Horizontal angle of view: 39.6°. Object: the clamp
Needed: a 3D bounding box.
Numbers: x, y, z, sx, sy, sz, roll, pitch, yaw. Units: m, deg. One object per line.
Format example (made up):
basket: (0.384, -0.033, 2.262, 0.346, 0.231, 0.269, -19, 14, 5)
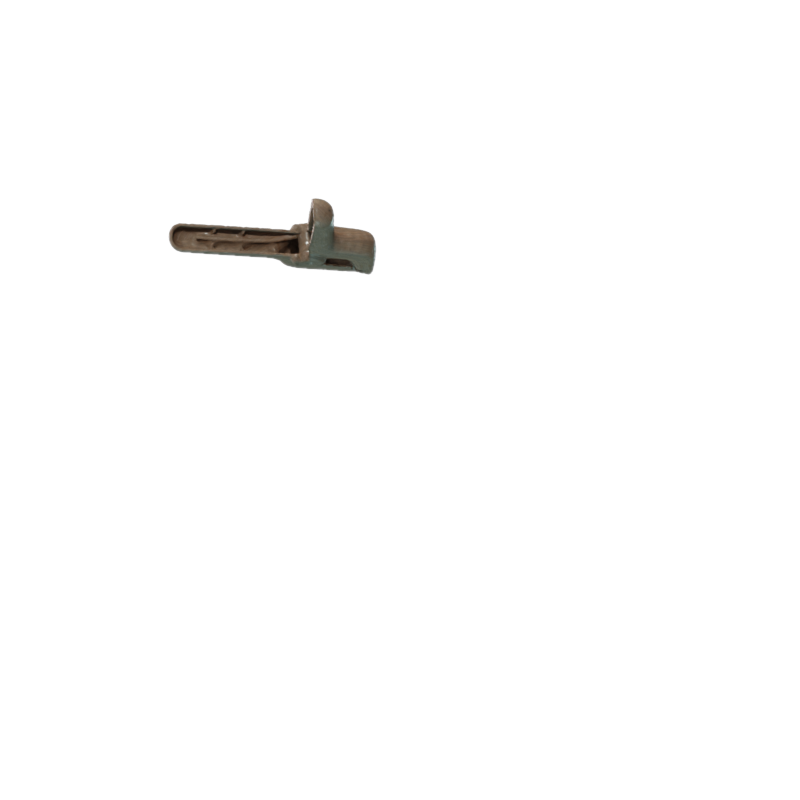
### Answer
clamp: (-0.078, -0.142, 0.992, 0.169, 0.037, 0.200, -3, -5, 39)
